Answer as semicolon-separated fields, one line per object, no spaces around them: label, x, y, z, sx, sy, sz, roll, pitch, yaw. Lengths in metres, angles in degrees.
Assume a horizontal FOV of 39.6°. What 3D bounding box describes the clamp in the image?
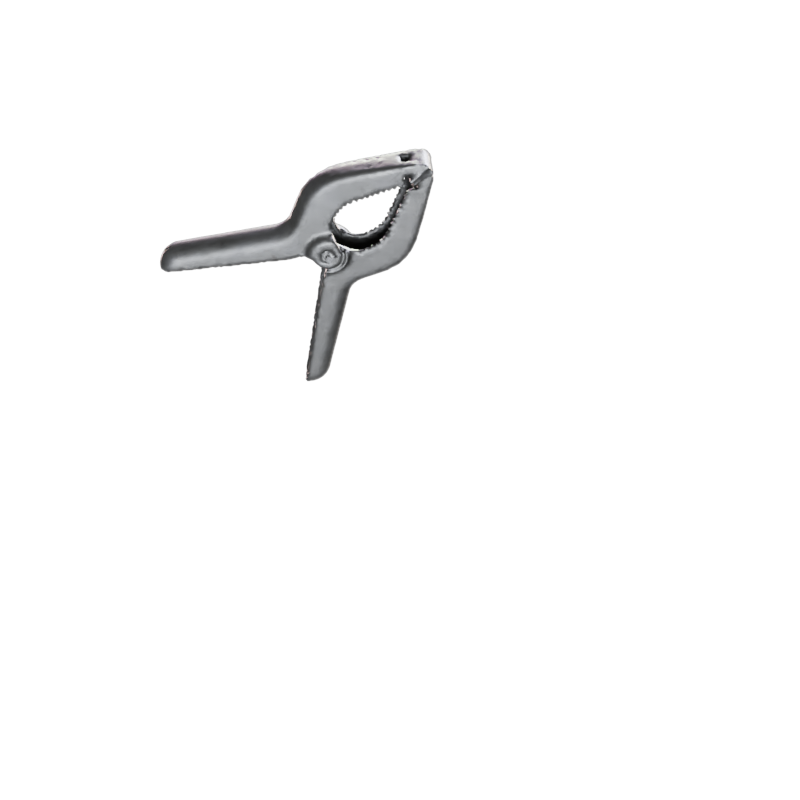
clamp;-0.064;-0.117;0.818;0.157;0.206;0.039;33;29;-22
